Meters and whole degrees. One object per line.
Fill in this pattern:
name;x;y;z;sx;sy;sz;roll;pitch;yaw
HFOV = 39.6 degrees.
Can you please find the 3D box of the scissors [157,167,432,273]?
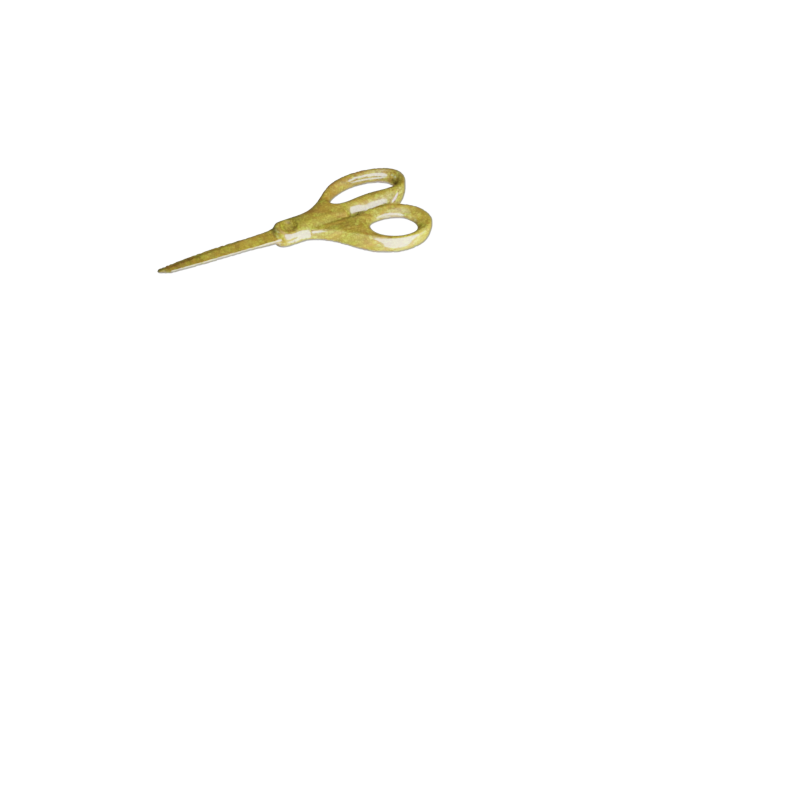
scissors;-0.061;-0.111;0.777;0.103;0.015;0.202;34;53;31
